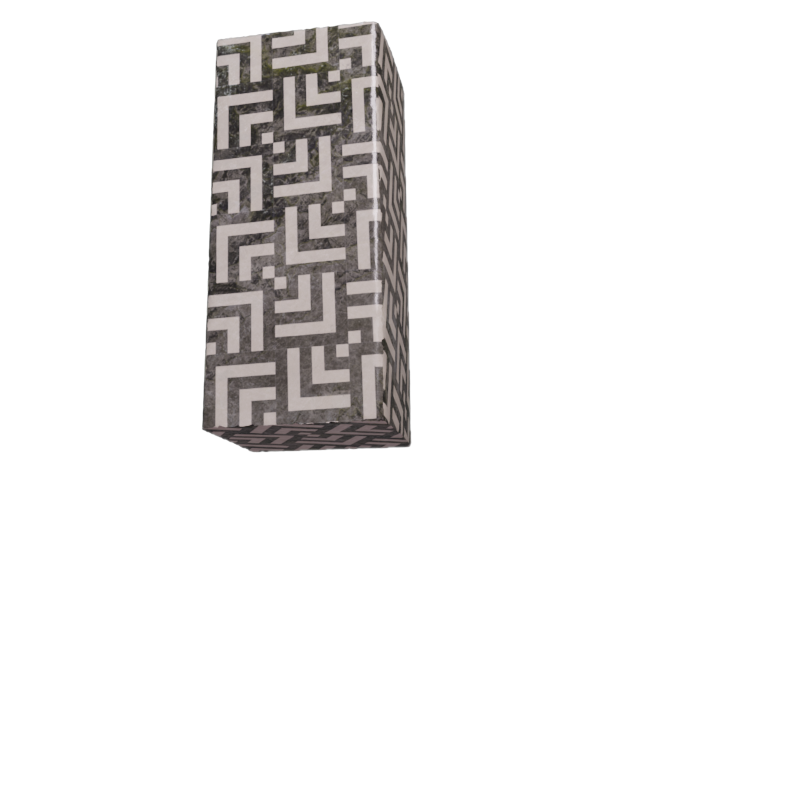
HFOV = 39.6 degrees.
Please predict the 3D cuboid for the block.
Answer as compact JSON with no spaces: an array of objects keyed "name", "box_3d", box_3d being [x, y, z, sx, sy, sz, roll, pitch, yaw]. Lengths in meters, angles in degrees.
[{"name":"block","box_3d":[-0.045,-0.083,0.585,0.092,0.215,0.085,-4,-17,11]}]
